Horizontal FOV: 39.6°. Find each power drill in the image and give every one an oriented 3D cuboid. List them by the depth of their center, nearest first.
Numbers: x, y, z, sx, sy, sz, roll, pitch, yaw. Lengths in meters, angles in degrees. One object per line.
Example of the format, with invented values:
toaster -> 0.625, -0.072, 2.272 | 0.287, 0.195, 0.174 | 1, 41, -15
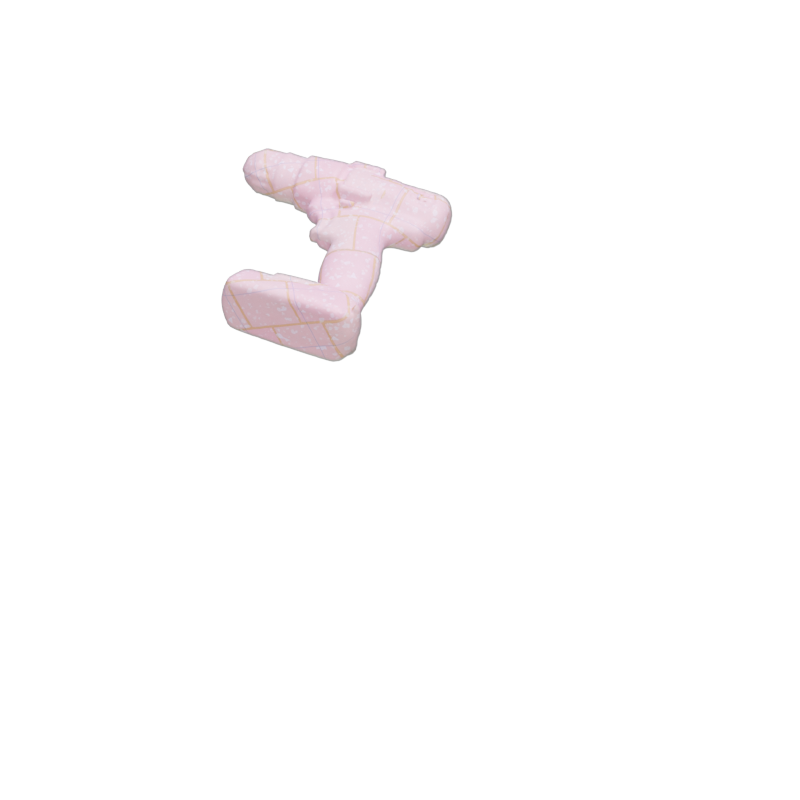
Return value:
power drill -> -0.069, -0.126, 0.885 | 0.190, 0.053, 0.196 | 16, 48, 14
